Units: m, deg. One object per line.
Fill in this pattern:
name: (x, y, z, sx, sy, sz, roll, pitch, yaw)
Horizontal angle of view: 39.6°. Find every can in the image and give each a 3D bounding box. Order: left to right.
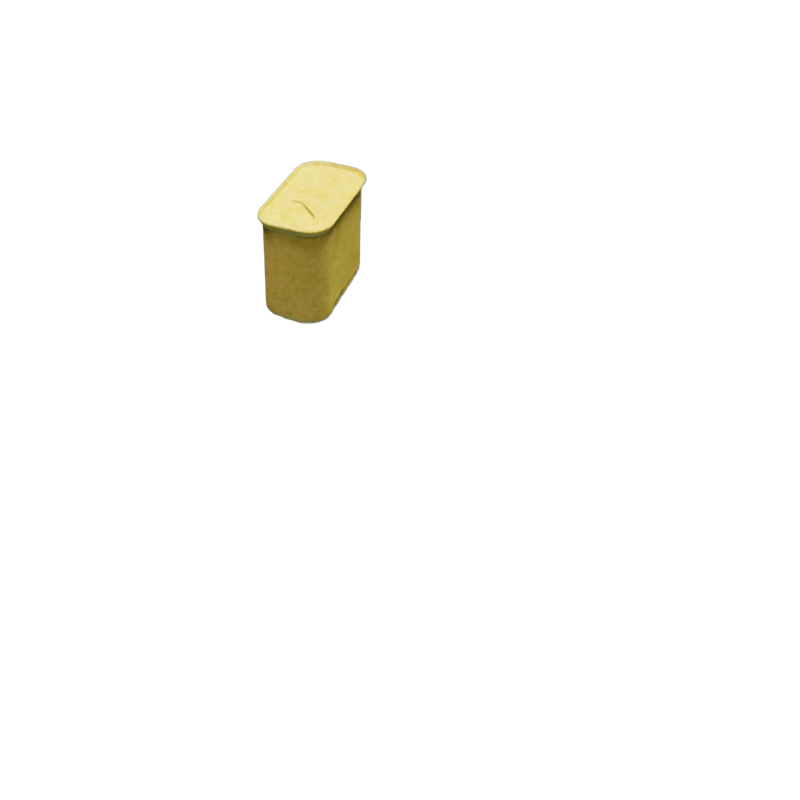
can: (-0.065, -0.119, 0.835, 0.059, 0.078, 0.106, 13, 38, 14)
